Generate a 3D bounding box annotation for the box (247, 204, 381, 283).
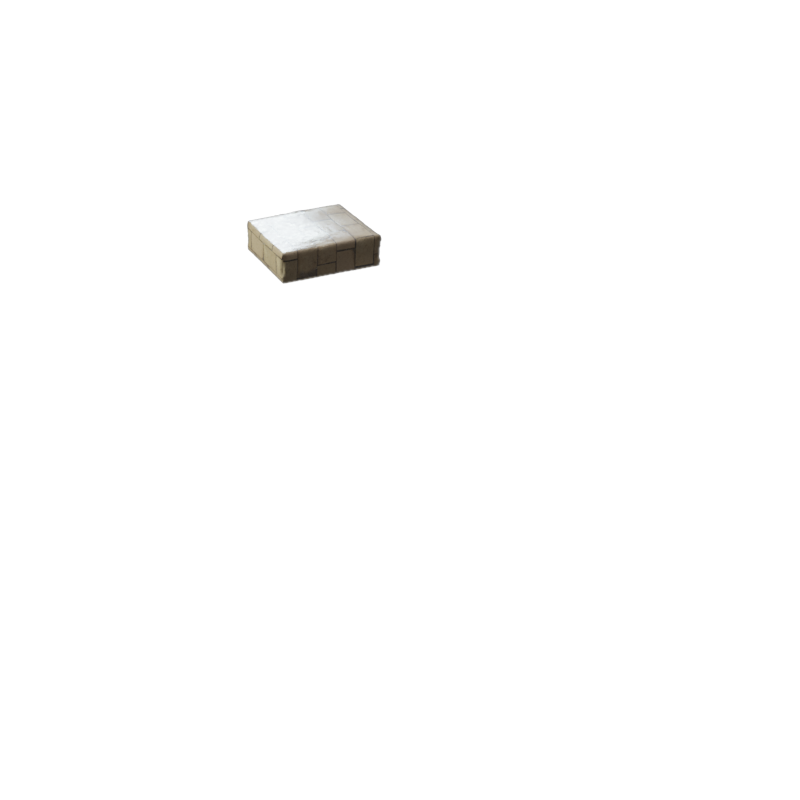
[{"bbox_3d":[-0.071,-0.129,0.904,0.088,0.028,0.079,-14,33,-23],"label":"box"}]
